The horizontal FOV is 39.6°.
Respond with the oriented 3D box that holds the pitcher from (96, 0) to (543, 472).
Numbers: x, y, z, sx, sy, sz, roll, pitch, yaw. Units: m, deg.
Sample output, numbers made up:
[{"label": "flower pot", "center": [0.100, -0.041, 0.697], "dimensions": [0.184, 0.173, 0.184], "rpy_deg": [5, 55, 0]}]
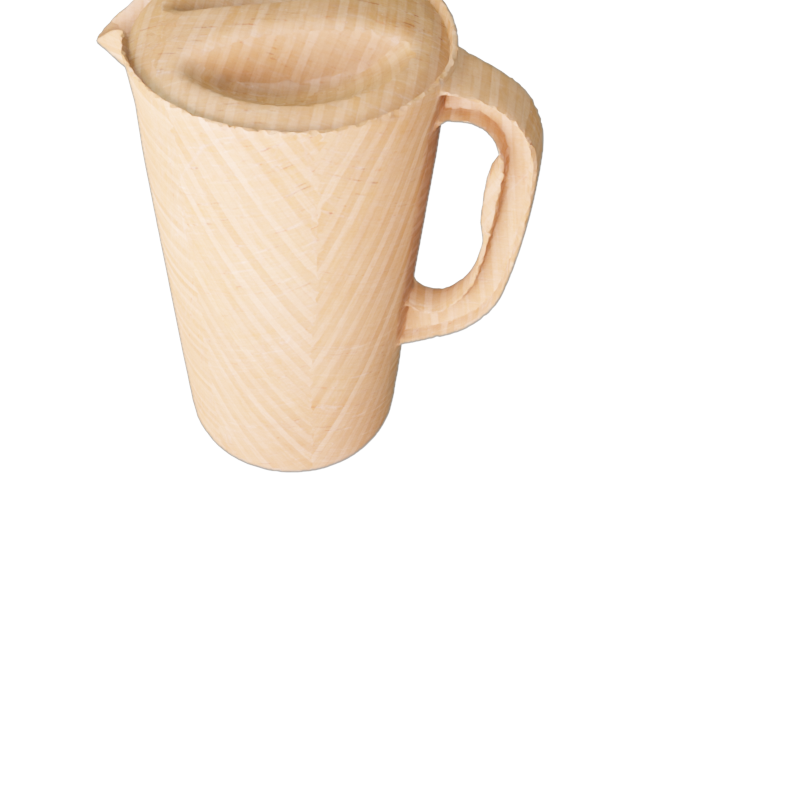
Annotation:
[{"label": "pitcher", "center": [-0.040, -0.073, 0.512], "dimensions": [0.144, 0.161, 0.226], "rpy_deg": [-22, -36, -21]}]
